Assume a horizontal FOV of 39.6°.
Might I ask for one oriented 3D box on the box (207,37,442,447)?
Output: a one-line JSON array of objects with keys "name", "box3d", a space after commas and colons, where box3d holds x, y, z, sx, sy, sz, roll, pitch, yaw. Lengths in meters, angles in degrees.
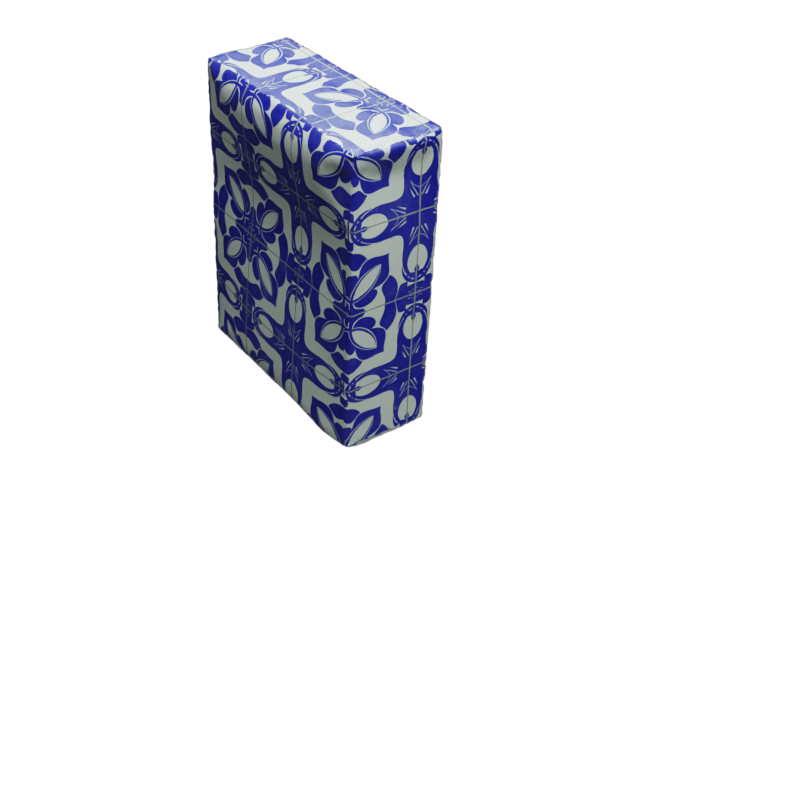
[{"name": "box", "box3d": [-0.056, -0.102, 0.711, 0.071, 0.200, 0.177, -21, 42, -29]}]
